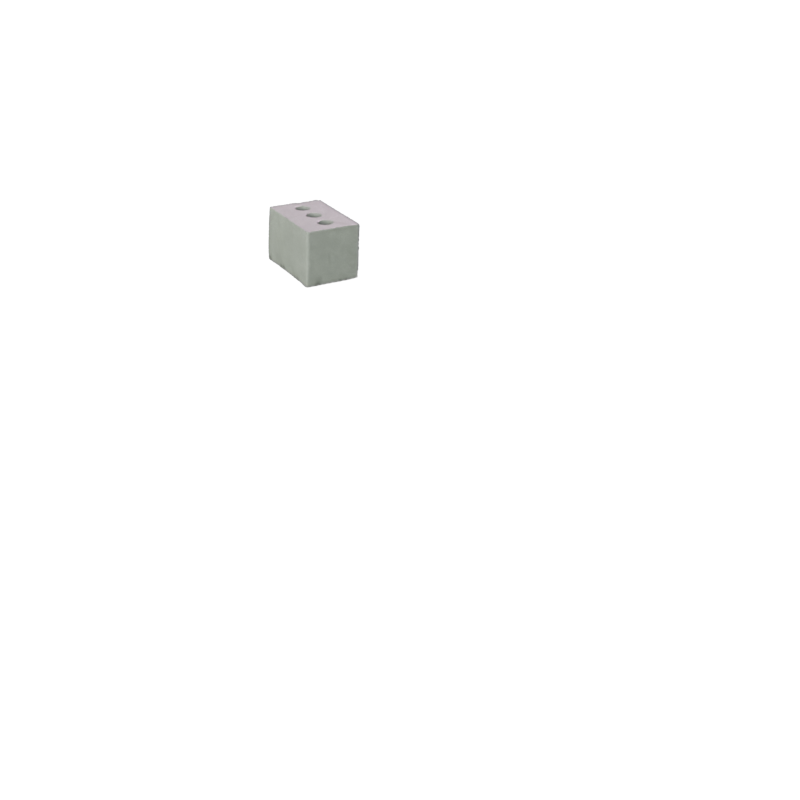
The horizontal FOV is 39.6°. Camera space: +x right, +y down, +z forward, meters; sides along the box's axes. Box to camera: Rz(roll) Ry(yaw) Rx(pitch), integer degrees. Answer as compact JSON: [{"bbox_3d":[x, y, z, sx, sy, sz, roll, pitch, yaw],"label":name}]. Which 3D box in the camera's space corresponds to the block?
[{"bbox_3d":[-0.076,-0.139,0.972,0.052,0.049,0.083,-12,28,-27],"label":"block"}]
